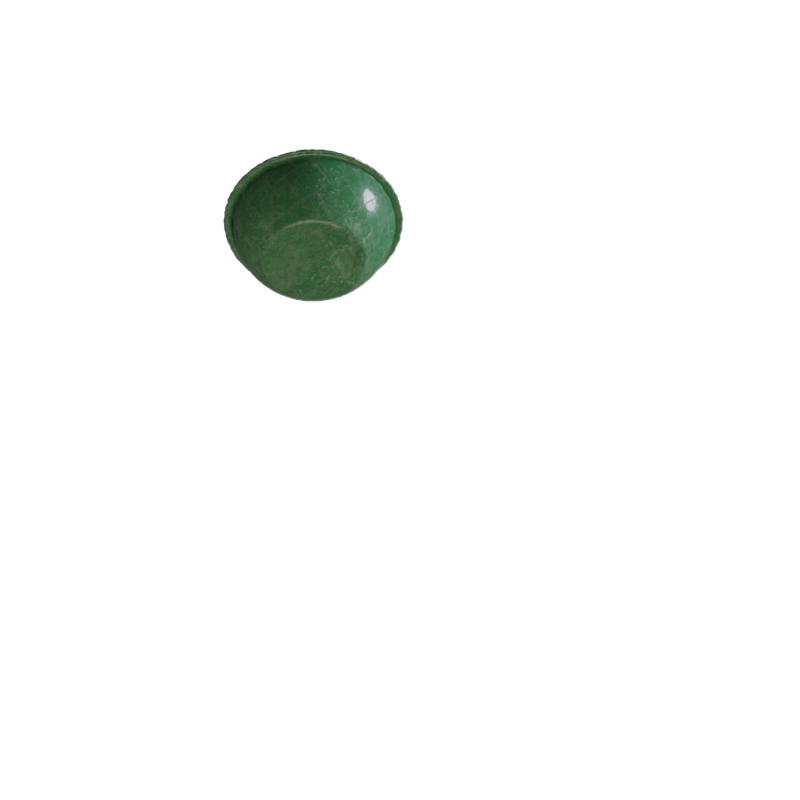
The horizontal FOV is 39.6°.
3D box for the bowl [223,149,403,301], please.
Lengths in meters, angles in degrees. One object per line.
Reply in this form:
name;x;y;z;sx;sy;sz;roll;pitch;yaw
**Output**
bowl;-0.077;-0.140;0.978;0.162;0.151;0.059;1;42;-1
